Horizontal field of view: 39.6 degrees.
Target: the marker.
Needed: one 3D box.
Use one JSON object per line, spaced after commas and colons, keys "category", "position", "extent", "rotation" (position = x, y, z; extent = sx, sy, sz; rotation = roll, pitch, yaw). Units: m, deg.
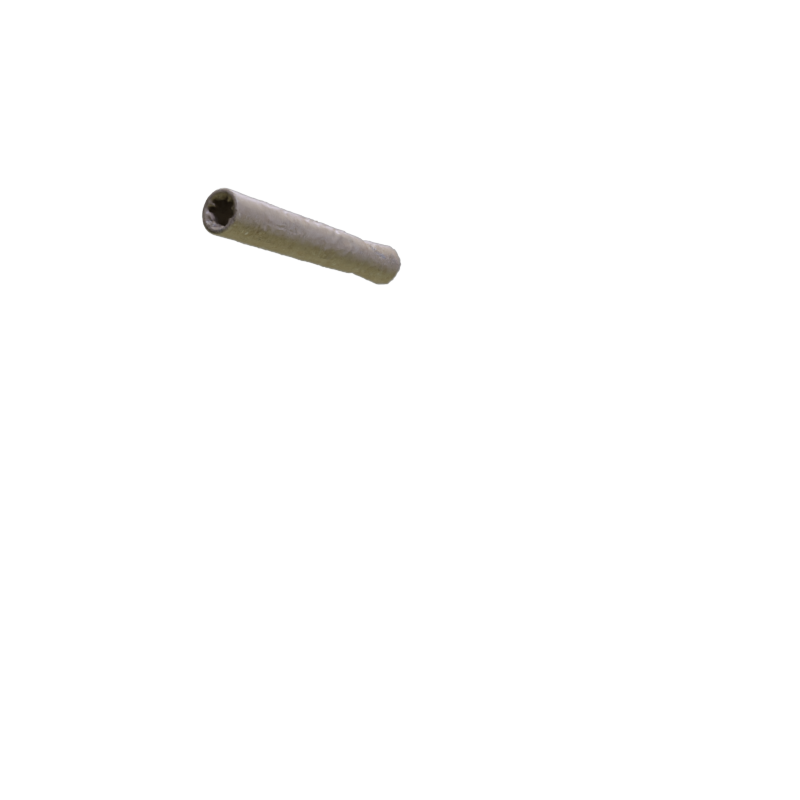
{"category": "marker", "position": [-0.037, -0.067, 0.471], "extent": [0.020, 0.020, 0.115], "rotation": [3, -4, 35]}
